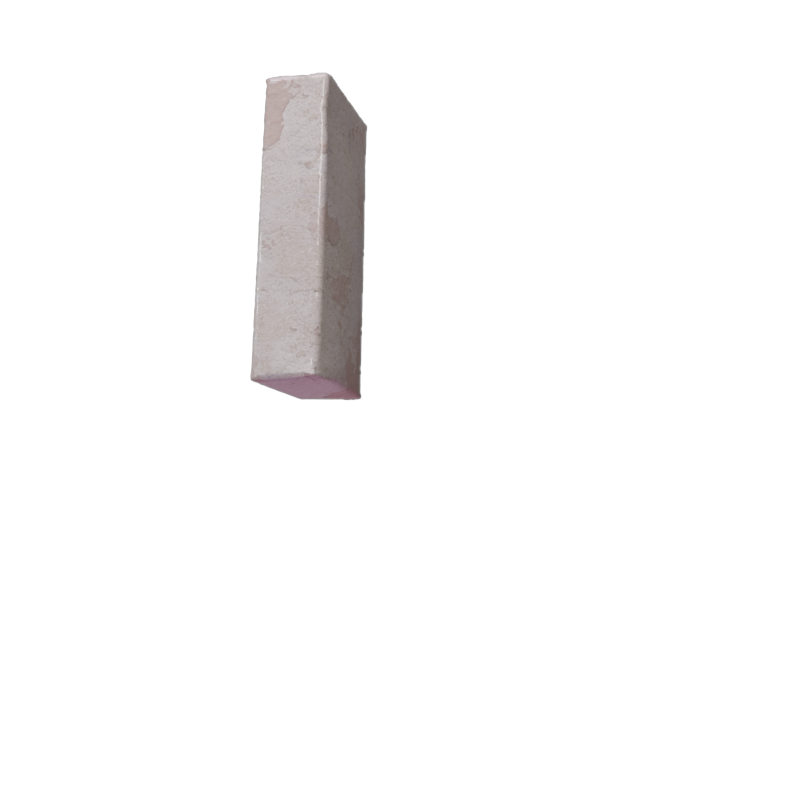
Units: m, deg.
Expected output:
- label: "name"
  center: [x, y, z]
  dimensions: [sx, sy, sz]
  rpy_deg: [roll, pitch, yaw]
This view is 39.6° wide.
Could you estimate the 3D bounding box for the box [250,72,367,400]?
- label: "box"
  center: [-0.051, -0.093, 0.653]
  dimensions: [0.049, 0.183, 0.089]
  rpy_deg: [-5, -14, 13]
